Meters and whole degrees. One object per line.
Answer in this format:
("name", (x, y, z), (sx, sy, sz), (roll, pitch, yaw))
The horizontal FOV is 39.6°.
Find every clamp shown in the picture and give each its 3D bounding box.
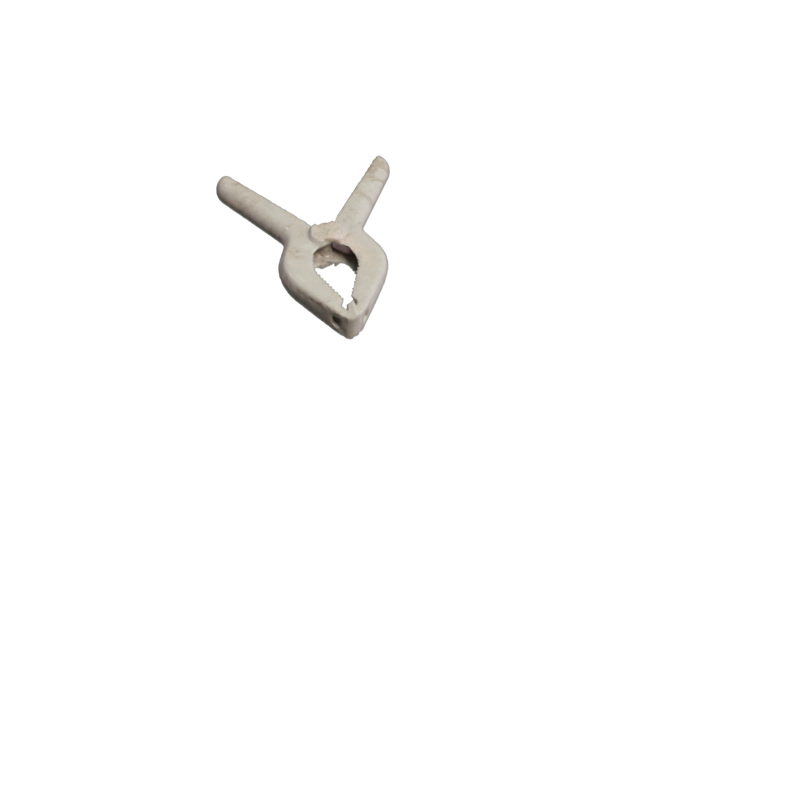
("clamp", (-0.077, -0.140, 0.979), (0.163, 0.227, 0.034), (-6, -42, -5))
